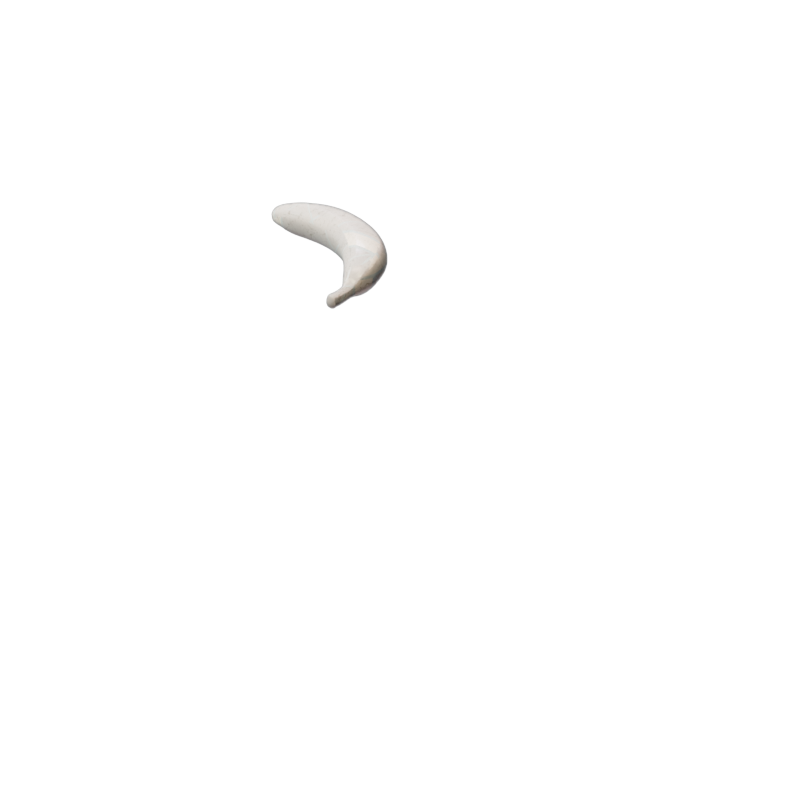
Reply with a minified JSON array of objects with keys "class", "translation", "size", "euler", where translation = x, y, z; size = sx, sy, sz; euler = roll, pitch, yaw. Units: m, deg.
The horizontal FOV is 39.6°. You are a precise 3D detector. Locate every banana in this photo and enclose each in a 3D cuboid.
[{"class":"banana","translation":[-0.056,-0.136,0.950],"size":[0.068,0.035,0.212],"euler":[-8,29,-16]}]
